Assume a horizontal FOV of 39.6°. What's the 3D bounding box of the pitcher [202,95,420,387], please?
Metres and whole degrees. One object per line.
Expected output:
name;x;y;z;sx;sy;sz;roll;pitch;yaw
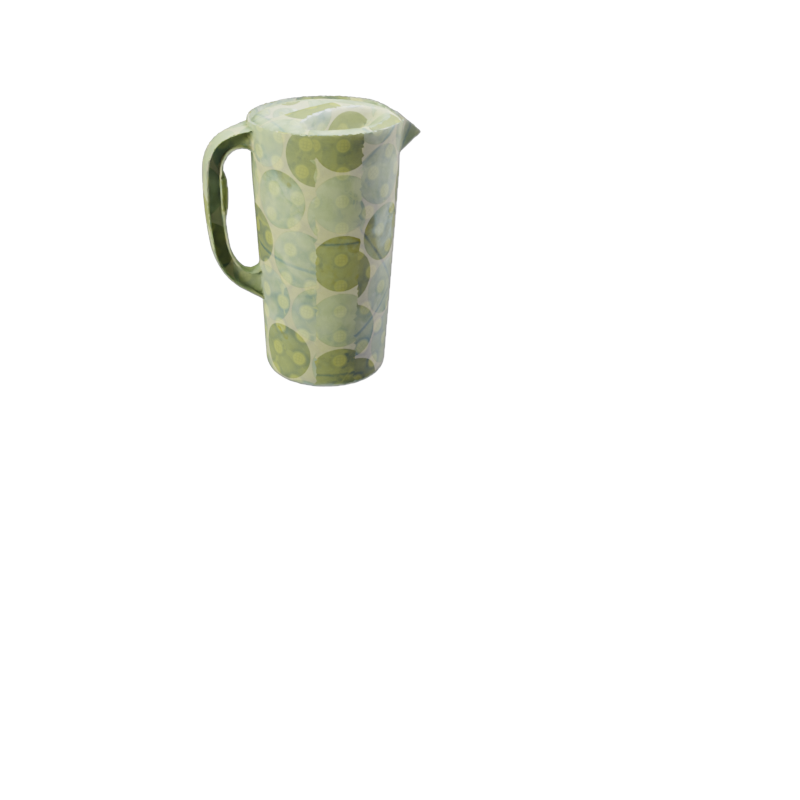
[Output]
pitcher;-0.076;-0.139;0.972;0.156;0.231;0.146;13;26;25
